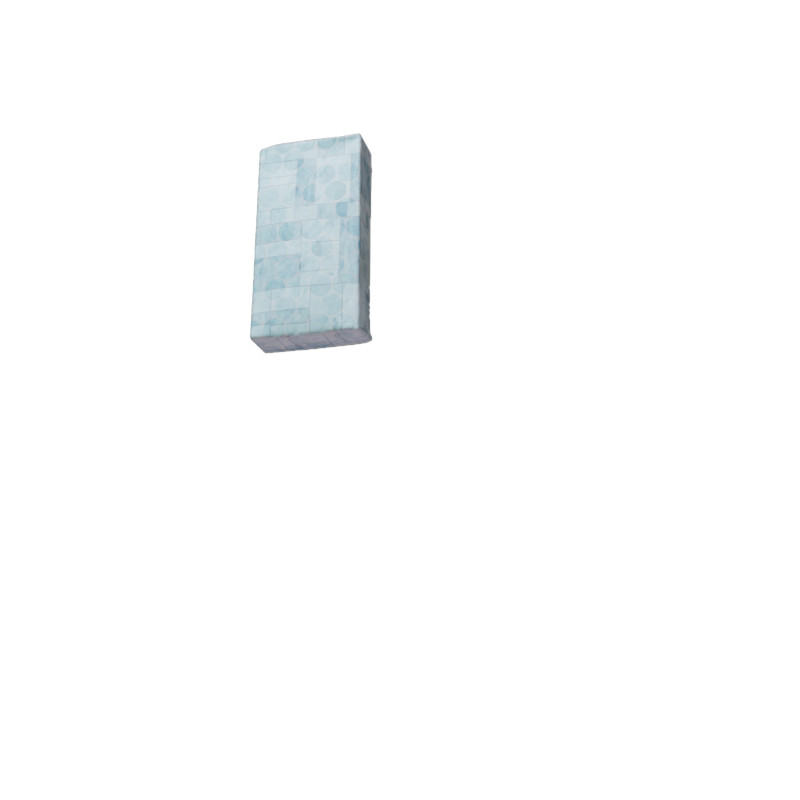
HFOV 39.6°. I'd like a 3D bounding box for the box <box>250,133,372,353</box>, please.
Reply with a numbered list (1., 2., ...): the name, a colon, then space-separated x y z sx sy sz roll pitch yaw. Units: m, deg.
1. box: -0.072 -0.131 0.916 0.095 0.185 0.045 -7 -22 14
